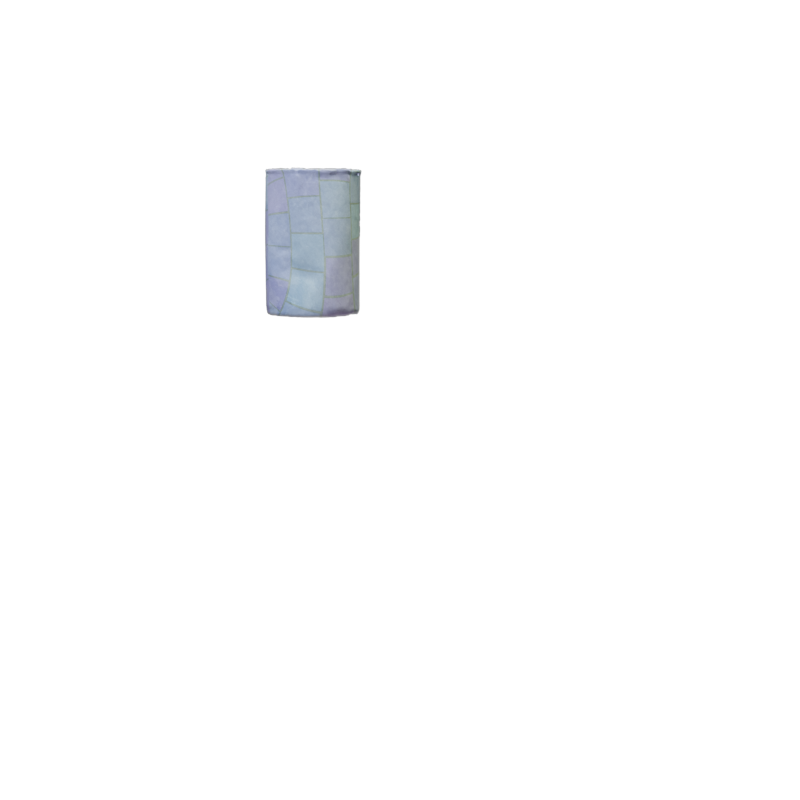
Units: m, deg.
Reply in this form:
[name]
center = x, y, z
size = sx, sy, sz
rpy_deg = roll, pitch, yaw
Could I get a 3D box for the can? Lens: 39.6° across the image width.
[can]
center = -0.061, -0.112, 0.782
size = 0.068, 0.102, 0.069
rpy_deg = 0, 4, -2
